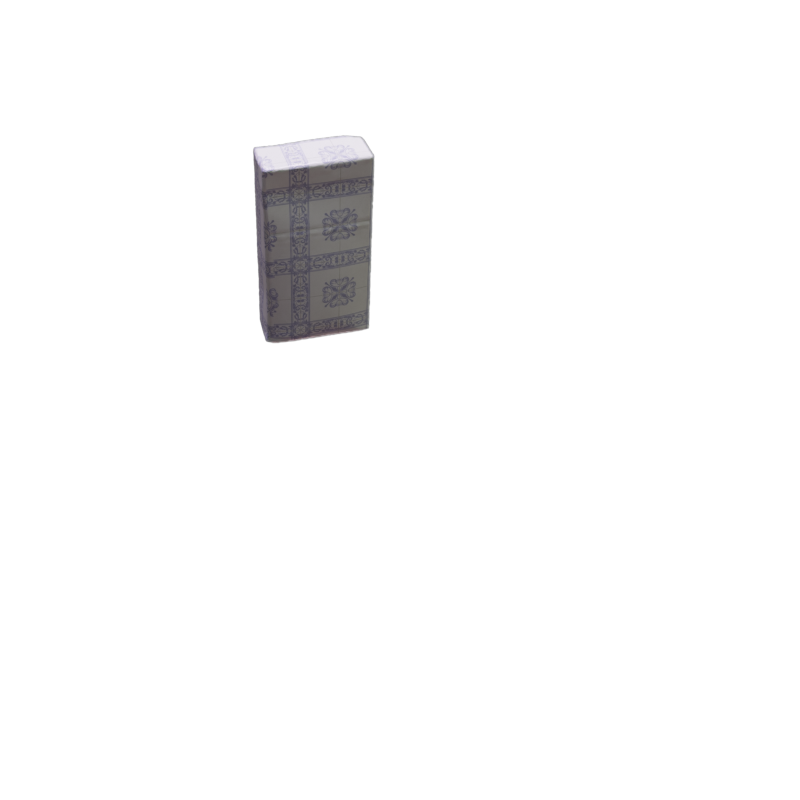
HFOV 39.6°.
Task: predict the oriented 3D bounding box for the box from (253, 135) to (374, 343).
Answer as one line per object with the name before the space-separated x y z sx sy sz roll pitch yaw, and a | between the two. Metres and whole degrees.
box | -0.072 -0.132 0.922 0.092 0.165 0.052 -8 36 -14
